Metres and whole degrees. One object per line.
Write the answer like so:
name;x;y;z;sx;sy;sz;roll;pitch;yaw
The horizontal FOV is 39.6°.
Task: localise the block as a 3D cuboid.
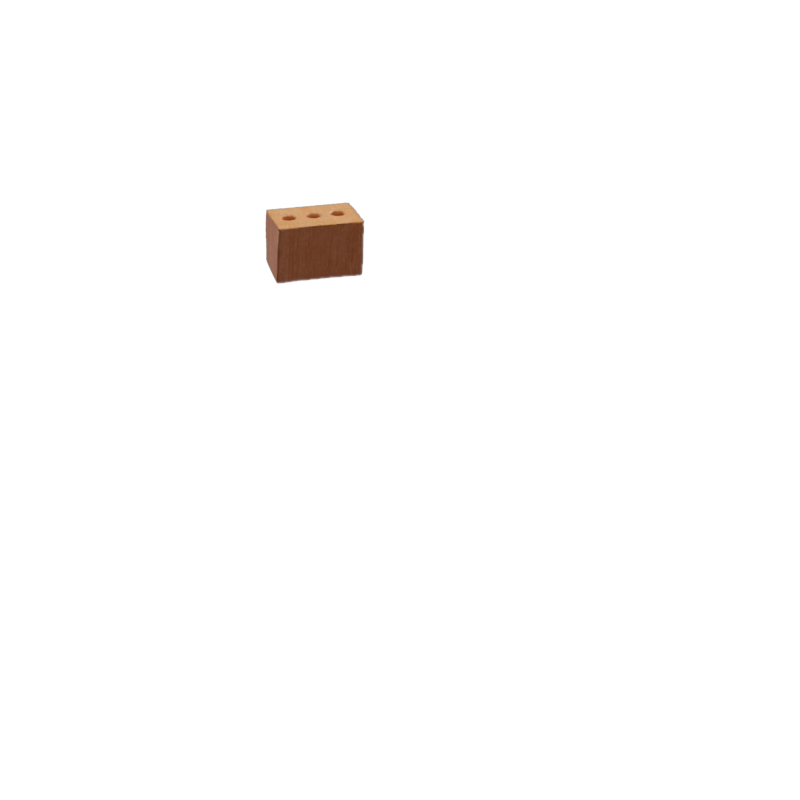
block;-0.076;-0.139;0.970;0.077;0.049;0.056;-7;28;-15
